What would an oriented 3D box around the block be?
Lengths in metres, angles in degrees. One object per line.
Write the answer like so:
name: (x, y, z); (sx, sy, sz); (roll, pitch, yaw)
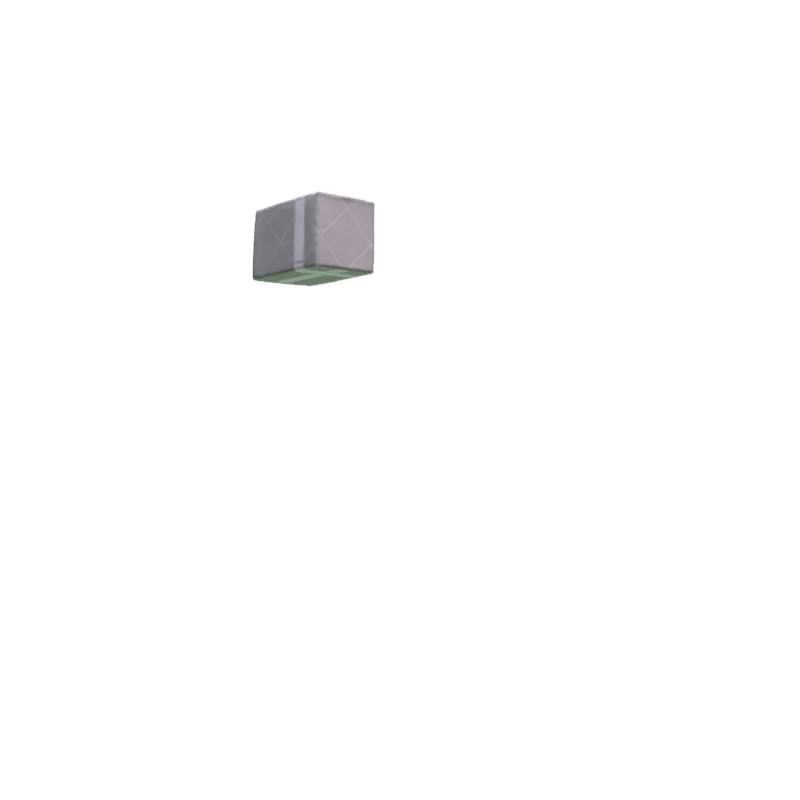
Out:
block: (-0.061, -0.112, 0.782); (0.050, 0.052, 0.080); (6, -8, -40)
